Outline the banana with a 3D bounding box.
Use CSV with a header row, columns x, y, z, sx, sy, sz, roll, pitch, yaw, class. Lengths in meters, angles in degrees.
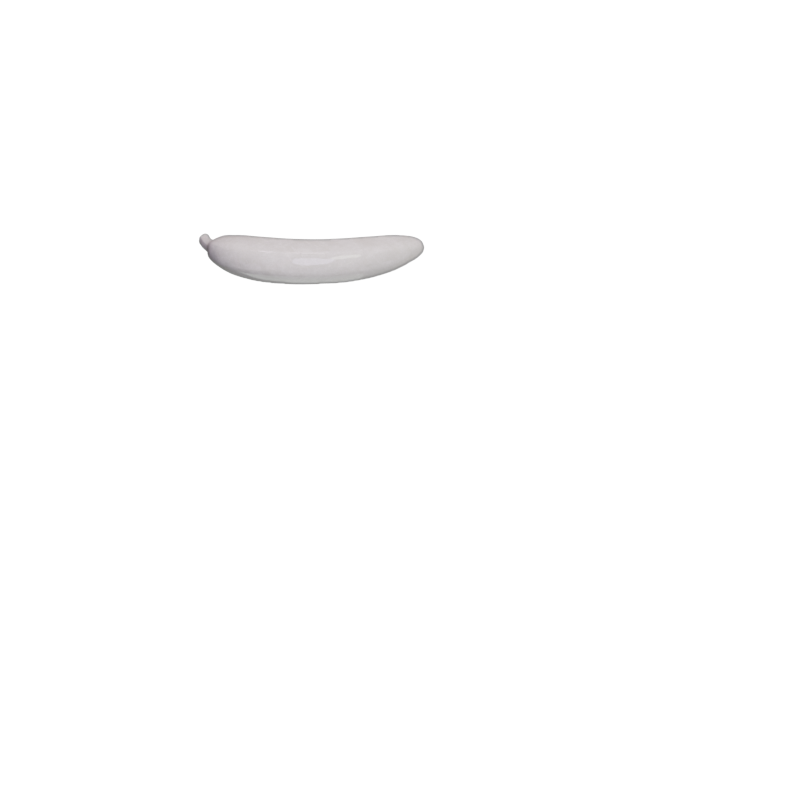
x,y,z,sx,sy,sz,roll,pitch,yaw,class
-0.079,-0.125,0.941,0.199,0.034,0.074,4,37,5,banana
